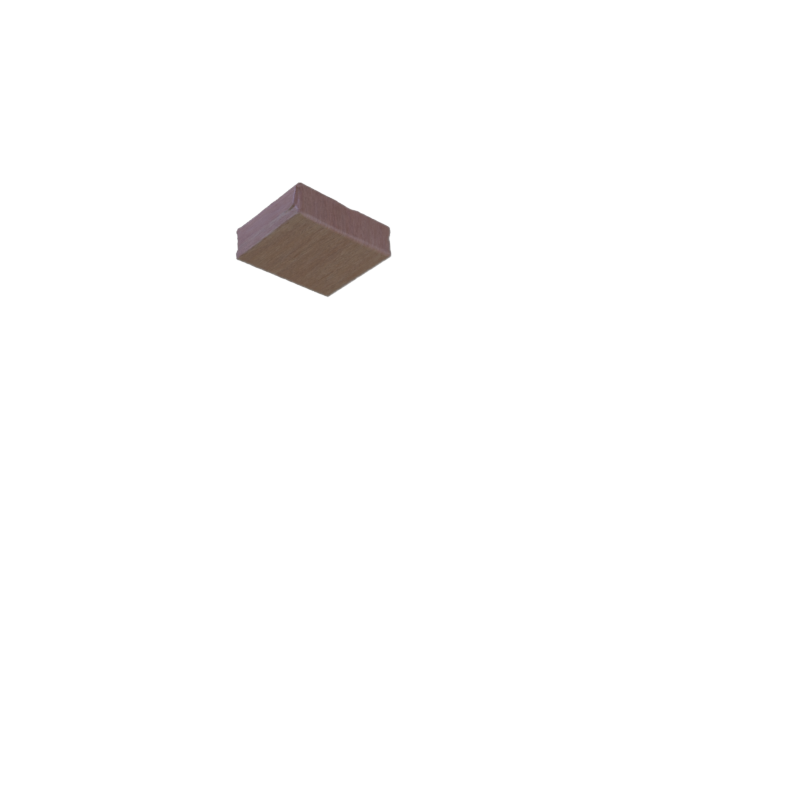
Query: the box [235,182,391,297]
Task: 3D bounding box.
[{"bbox_3d":[-0.063,-0.115,0.802,0.084,0.032,0.073,23,-37,-34],"label":"box"}]
